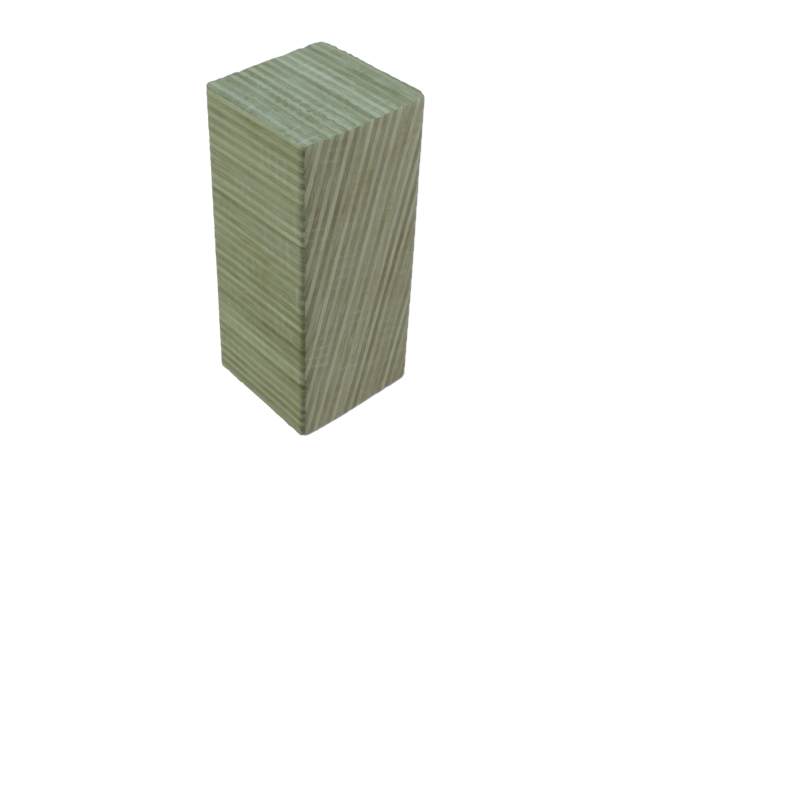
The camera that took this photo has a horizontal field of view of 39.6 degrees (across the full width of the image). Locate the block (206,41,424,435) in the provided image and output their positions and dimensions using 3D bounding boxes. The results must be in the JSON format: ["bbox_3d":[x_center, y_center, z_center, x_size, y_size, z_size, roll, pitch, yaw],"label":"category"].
[{"bbox_3d":[-0.051,-0.095,0.666,0.090,0.193,0.097,-28,48,-33],"label":"block"}]
